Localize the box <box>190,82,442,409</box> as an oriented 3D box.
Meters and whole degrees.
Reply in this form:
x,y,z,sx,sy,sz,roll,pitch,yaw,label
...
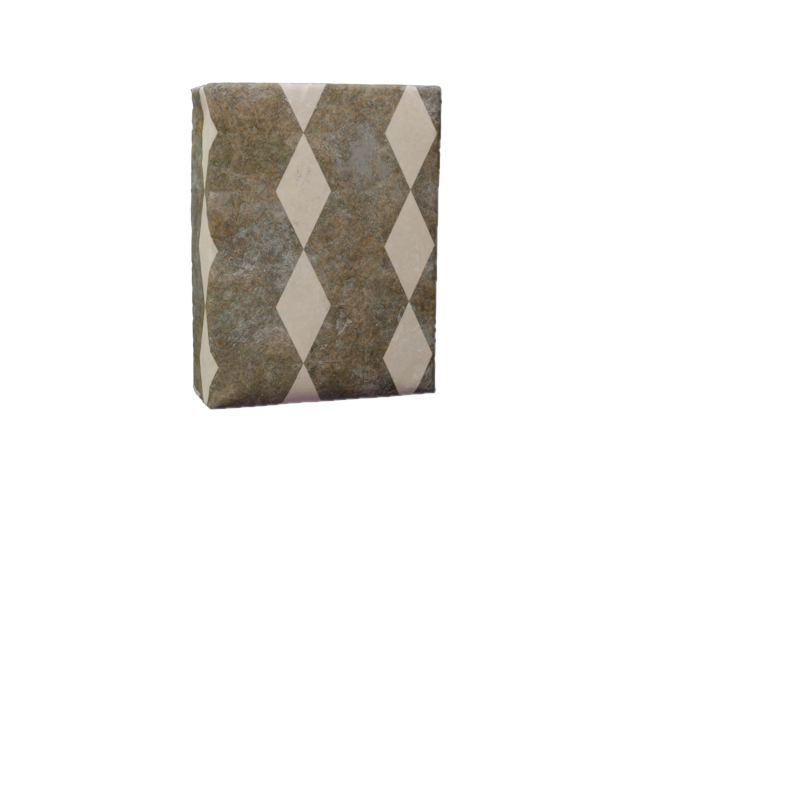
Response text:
x,y,z,sx,sy,sz,roll,pitch,yaw,label
-0.060,-0.109,0.763,0.160,0.211,0.074,-3,7,-19,box
